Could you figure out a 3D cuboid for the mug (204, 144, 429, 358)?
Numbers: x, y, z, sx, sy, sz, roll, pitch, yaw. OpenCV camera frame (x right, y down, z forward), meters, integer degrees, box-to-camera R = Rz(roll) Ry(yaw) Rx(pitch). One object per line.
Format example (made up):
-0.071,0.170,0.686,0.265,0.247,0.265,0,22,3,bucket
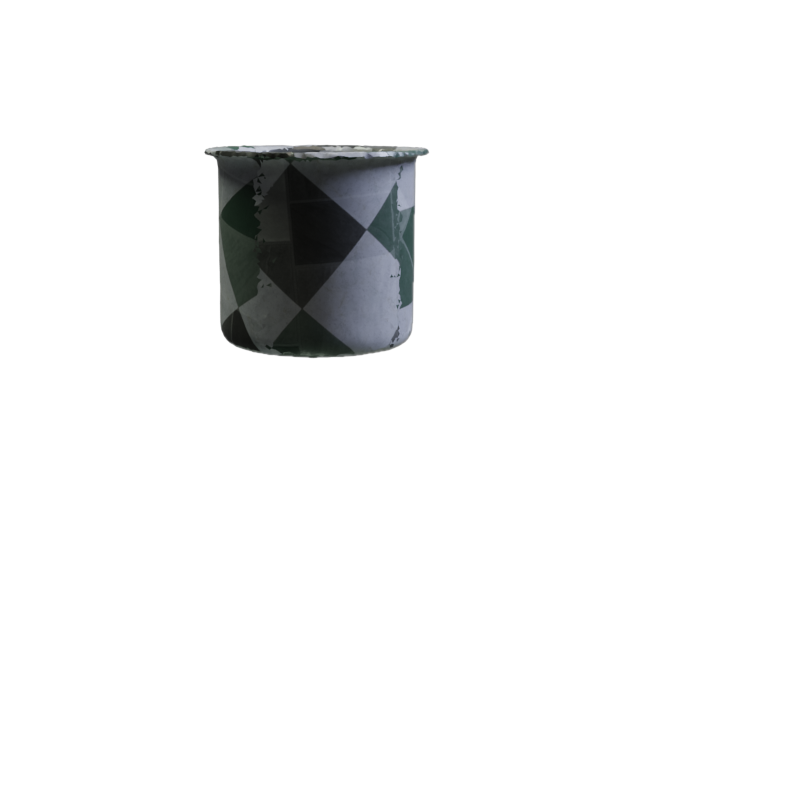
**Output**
-0.037,-0.068,0.477,0.092,0.080,0.121,-2,12,-10,mug
